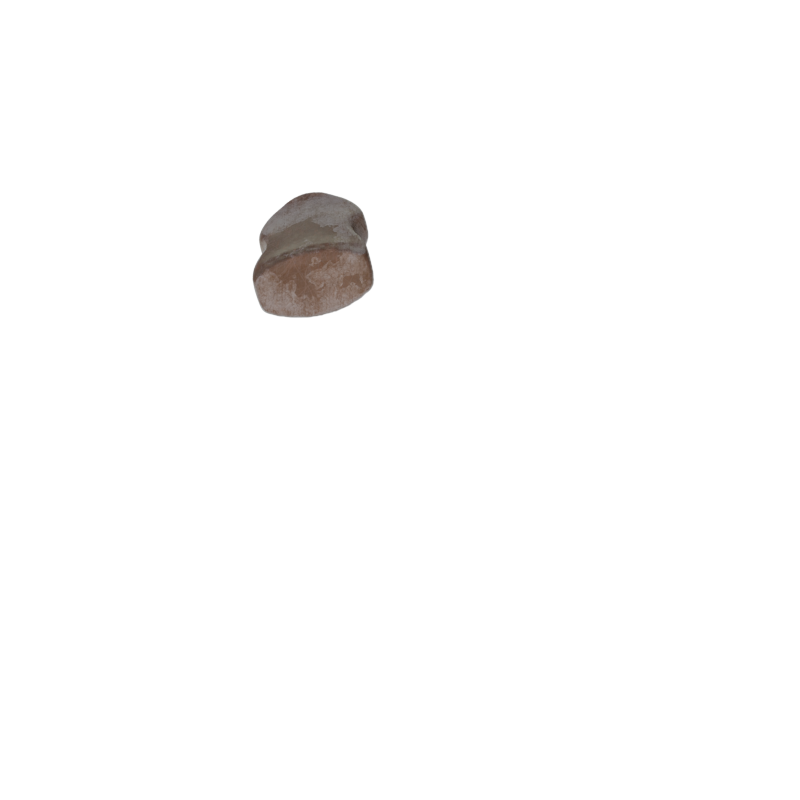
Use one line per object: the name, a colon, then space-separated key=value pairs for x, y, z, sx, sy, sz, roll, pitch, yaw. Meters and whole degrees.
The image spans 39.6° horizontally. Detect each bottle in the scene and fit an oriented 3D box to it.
bottle: x=-0.076 y=-0.138 z=0.970 sx=0.096 sy=0.055 sz=0.203 roll=-15 pitch=28 yaw=4
